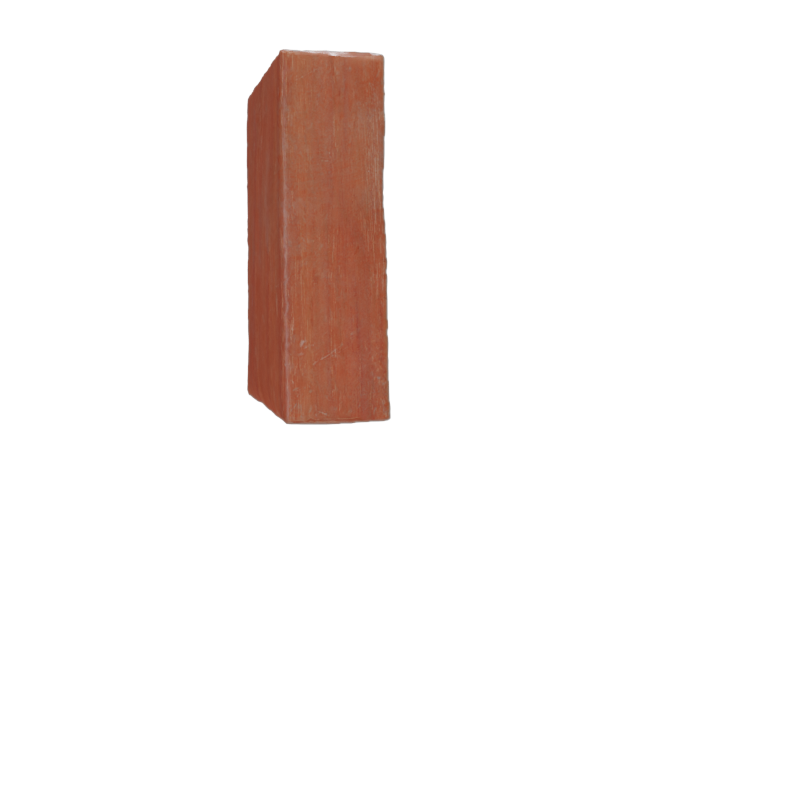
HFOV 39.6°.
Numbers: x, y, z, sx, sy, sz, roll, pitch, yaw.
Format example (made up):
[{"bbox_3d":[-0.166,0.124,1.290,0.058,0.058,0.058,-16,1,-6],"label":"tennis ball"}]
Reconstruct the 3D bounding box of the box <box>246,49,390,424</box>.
[{"bbox_3d":[-0.055,-0.101,0.708,0.071,0.214,0.167,0,1,-14],"label":"box"}]
